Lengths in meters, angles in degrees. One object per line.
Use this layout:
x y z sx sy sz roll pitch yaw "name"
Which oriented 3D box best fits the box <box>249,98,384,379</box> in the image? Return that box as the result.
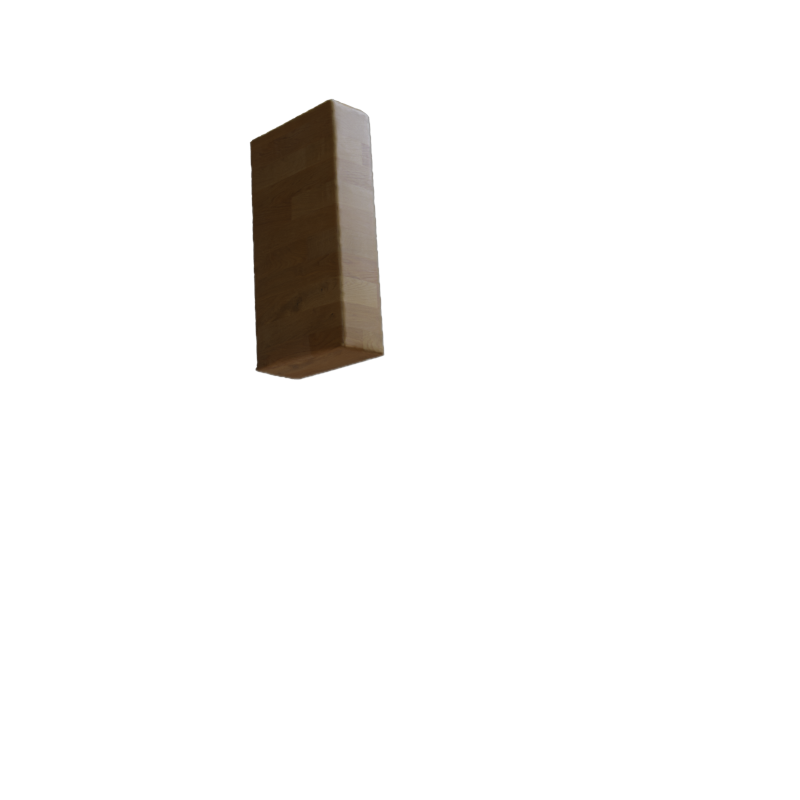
-0.060 -0.110 0.769 0.045 0.184 0.095 16 -25 -42 "box"
